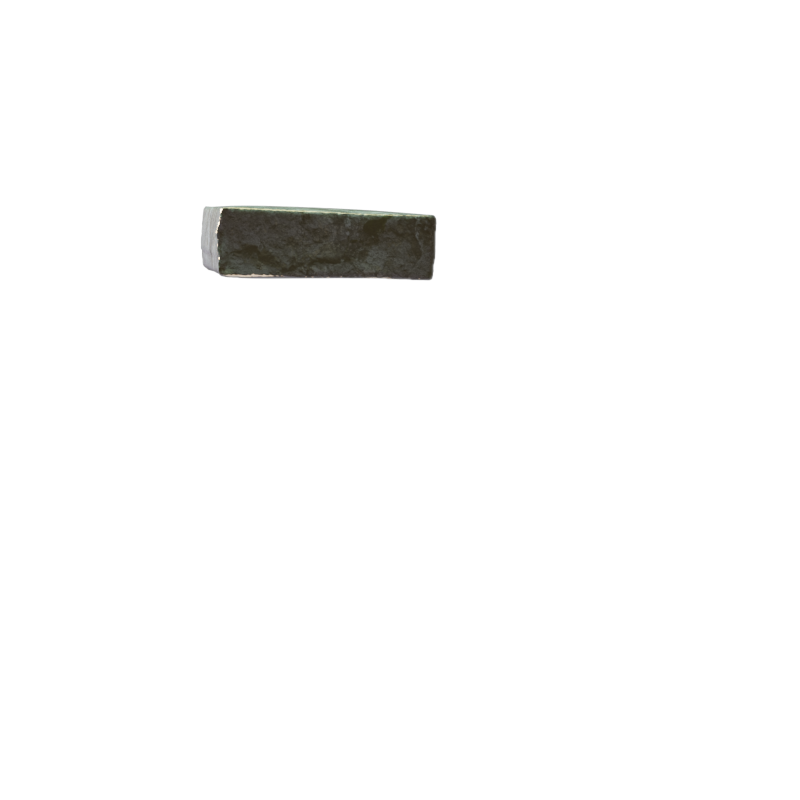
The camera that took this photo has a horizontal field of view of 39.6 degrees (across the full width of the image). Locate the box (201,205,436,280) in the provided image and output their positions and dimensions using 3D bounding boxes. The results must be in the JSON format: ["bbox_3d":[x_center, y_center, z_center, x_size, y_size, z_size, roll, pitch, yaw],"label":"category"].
[{"bbox_3d":[-0.047,-0.085,0.594,0.112,0.038,0.092,-2,8,-13],"label":"box"}]
